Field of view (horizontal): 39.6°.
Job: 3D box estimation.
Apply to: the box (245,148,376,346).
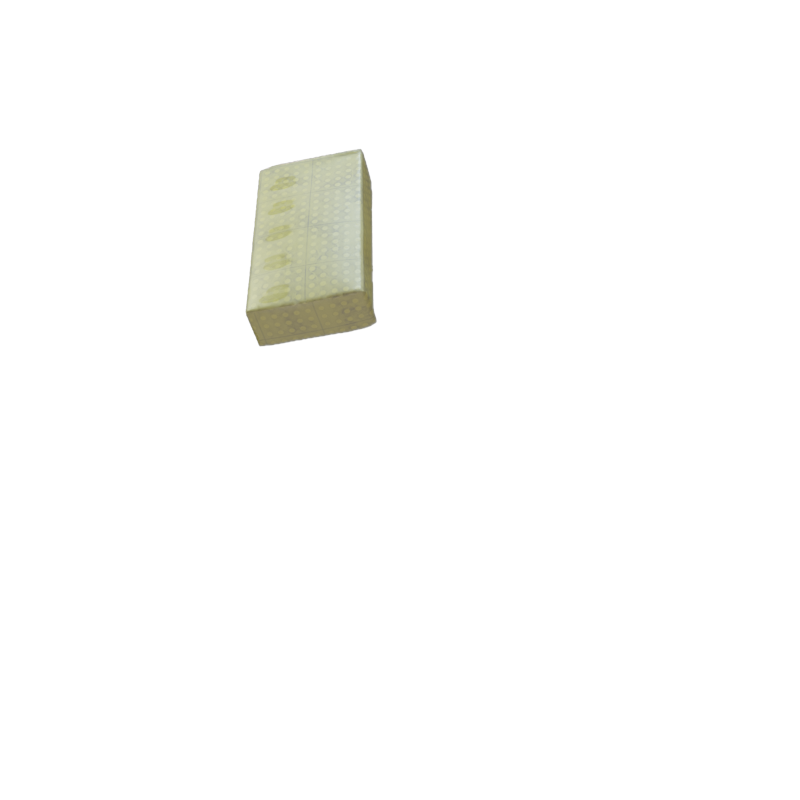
[{"bbox_3d":[-0.069,-0.126,0.883,0.094,0.189,0.044,-11,-43,8],"label":"box"}]
